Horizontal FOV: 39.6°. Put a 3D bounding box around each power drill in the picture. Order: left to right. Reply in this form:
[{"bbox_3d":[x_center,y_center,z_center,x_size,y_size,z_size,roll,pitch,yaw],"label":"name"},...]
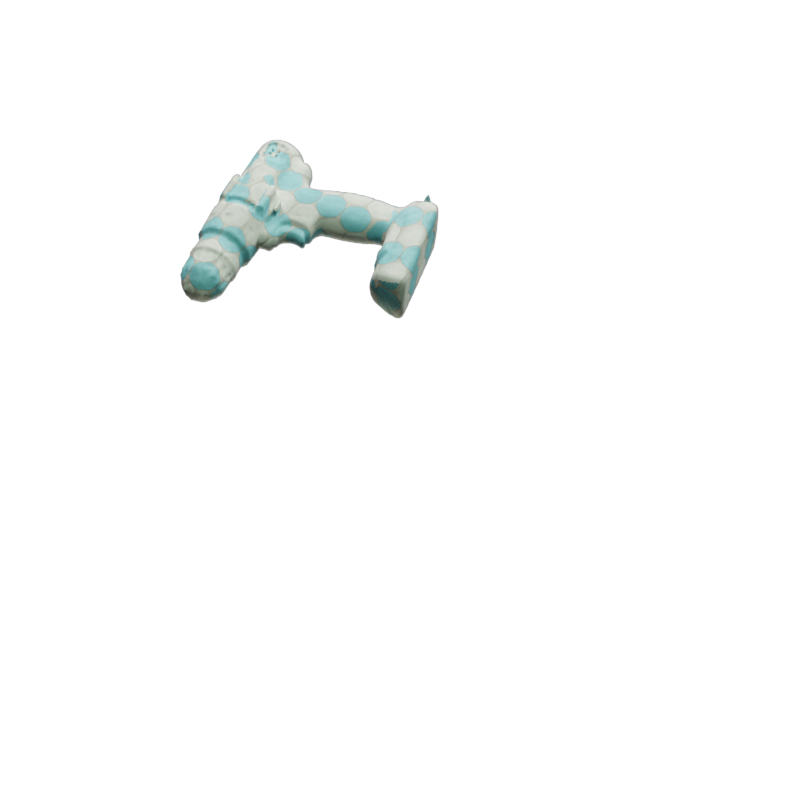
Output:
[{"bbox_3d":[-0.074,-0.135,0.944,0.193,0.192,0.054,18,-34,13],"label":"power drill"}]
